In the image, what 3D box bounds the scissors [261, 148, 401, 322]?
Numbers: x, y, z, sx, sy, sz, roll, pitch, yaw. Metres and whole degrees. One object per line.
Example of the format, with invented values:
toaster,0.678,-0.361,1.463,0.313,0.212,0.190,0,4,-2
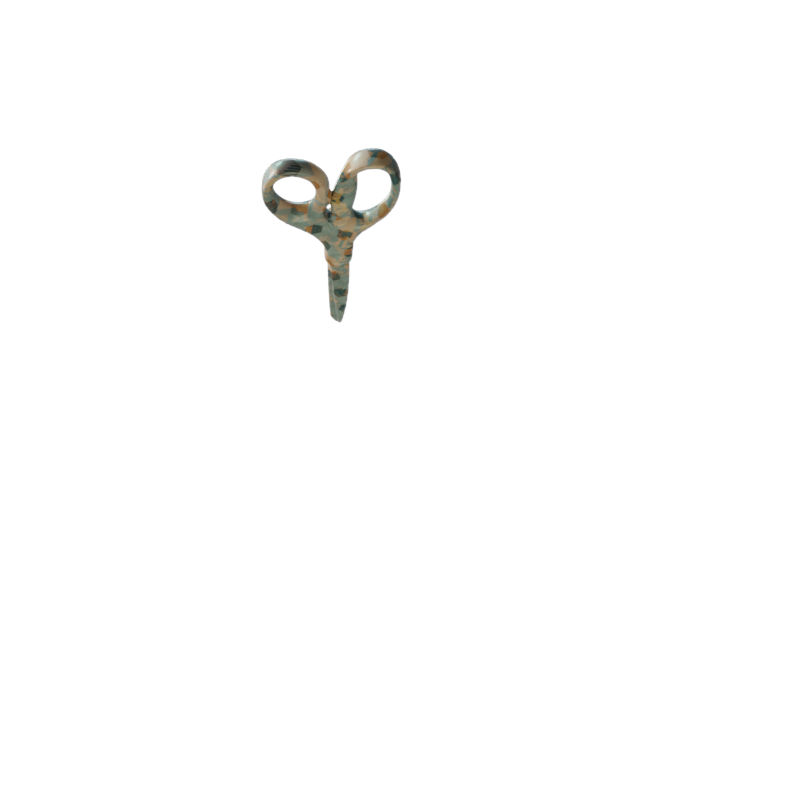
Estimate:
scissors,-0.059,-0.107,0.750,0.094,0.017,0.194,9,-29,-16
